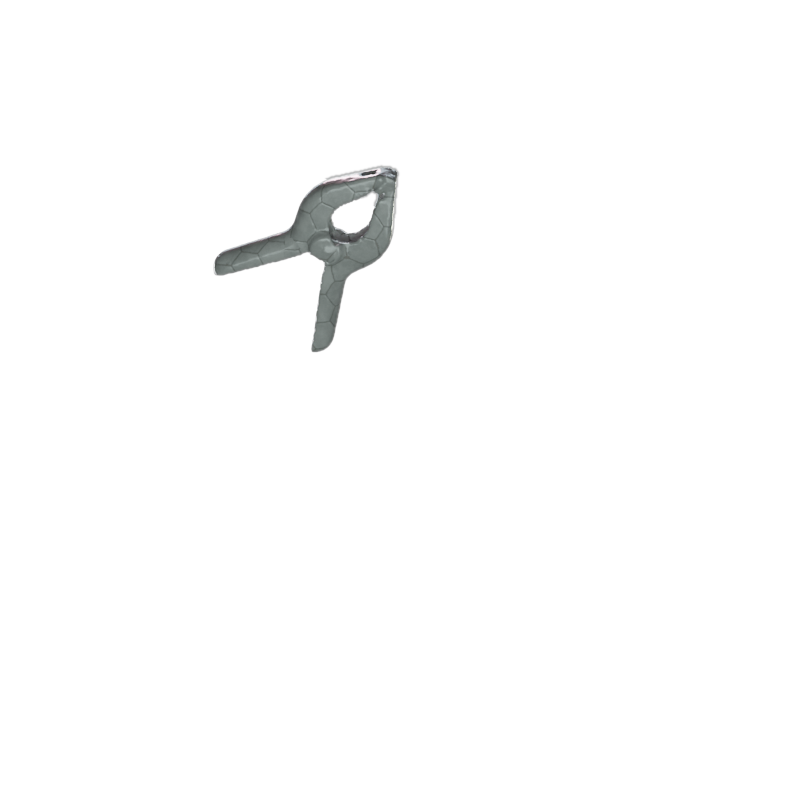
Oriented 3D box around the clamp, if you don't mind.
[{"bbox_3d":[-0.071,-0.130,0.908,0.117,0.167,0.041,30,21,-13],"label":"clamp"}]
